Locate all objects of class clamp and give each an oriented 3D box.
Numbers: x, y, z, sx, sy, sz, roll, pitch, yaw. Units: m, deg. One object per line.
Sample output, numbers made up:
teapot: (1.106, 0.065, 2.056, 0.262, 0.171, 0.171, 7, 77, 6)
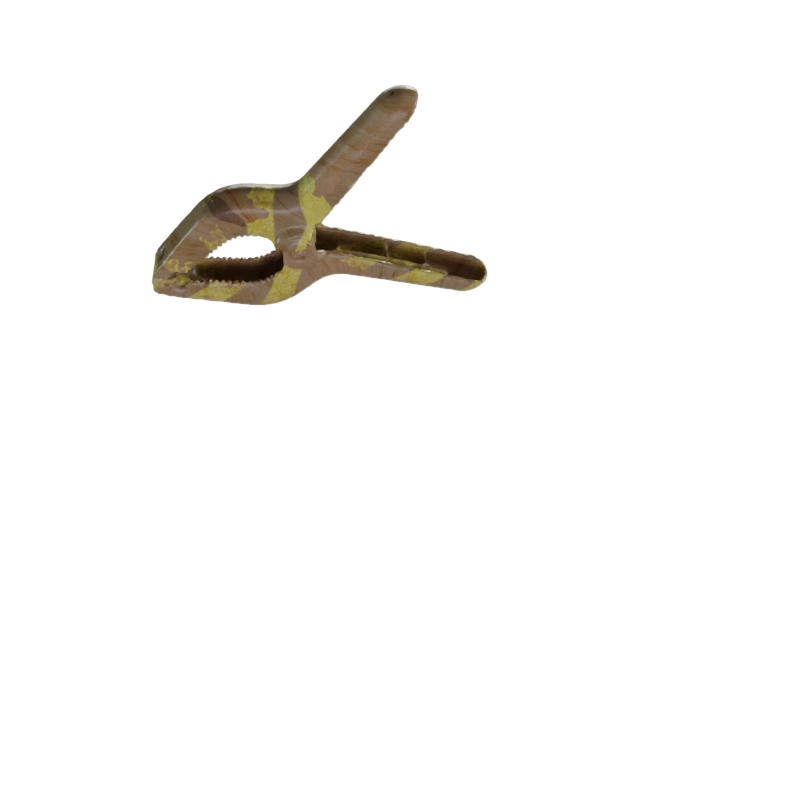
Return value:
clamp: (-0.055, -0.100, 0.700, 0.211, 0.039, 0.152, -18, -46, 19)
